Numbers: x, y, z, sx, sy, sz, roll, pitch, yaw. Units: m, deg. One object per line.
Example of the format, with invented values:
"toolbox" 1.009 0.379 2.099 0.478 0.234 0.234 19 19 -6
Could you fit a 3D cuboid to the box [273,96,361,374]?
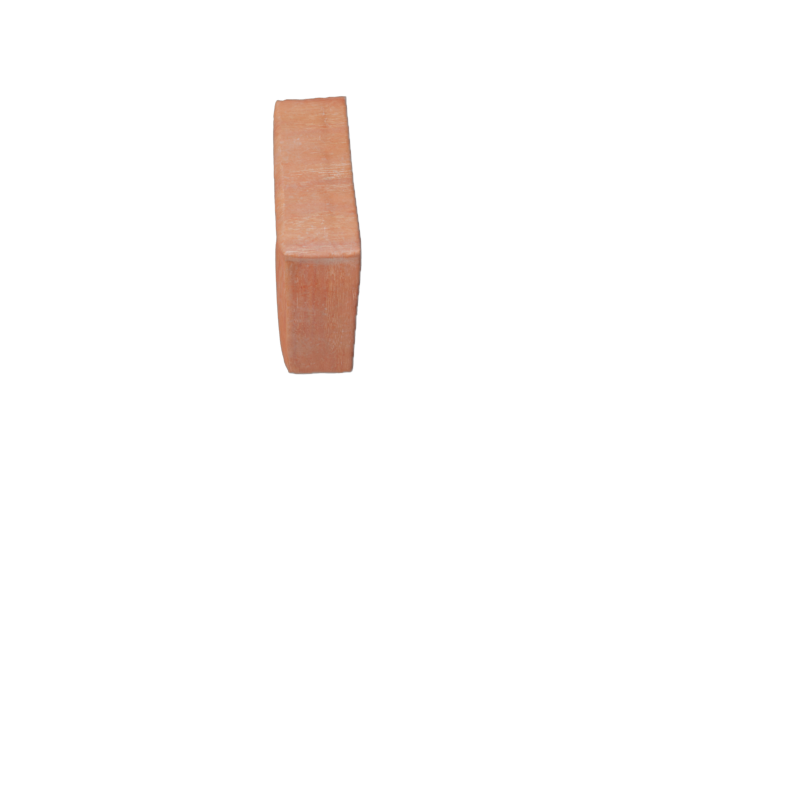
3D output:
"box" -0.078 -0.143 1.000 0.071 0.175 0.201 -3 -29 -6
